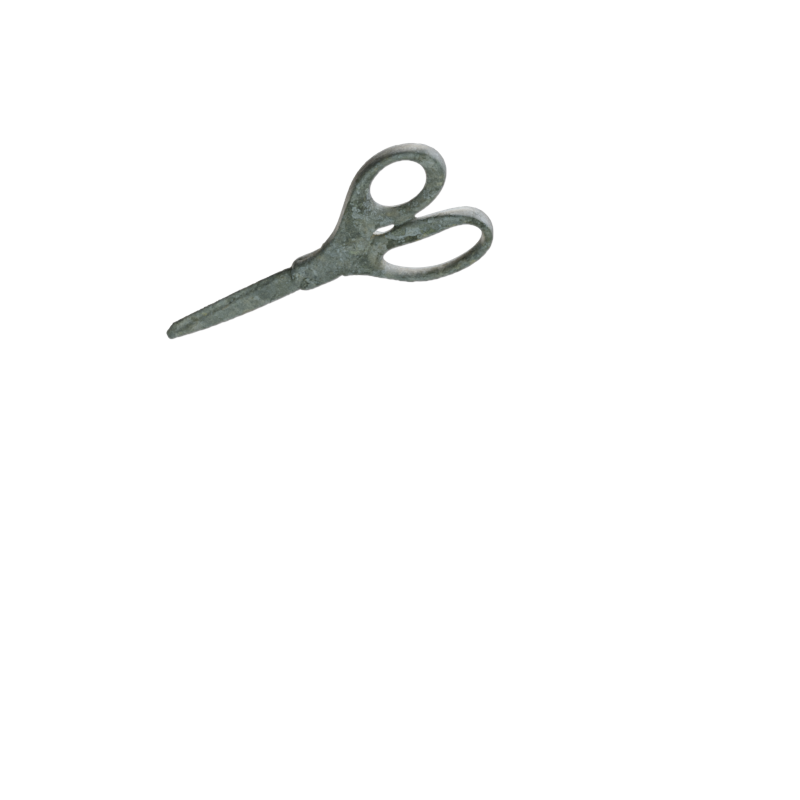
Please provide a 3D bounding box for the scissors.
[{"bbox_3d":[-0.049,-0.090,0.631,0.203,0.089,0.017,-10,34,7],"label":"scissors"}]
